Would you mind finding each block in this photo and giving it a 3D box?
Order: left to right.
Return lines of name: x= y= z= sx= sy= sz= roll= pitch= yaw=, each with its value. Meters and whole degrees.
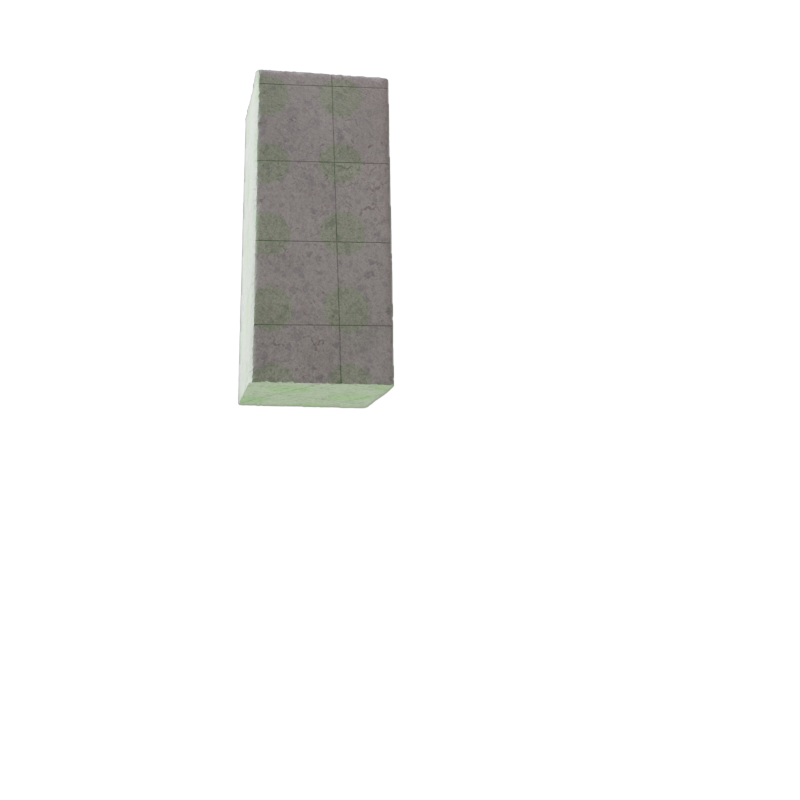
block: x=-0.058 y=-0.105 z=0.737 sx=0.089 sy=0.214 sz=0.088 roll=2 pitch=-16 yaw=-11
